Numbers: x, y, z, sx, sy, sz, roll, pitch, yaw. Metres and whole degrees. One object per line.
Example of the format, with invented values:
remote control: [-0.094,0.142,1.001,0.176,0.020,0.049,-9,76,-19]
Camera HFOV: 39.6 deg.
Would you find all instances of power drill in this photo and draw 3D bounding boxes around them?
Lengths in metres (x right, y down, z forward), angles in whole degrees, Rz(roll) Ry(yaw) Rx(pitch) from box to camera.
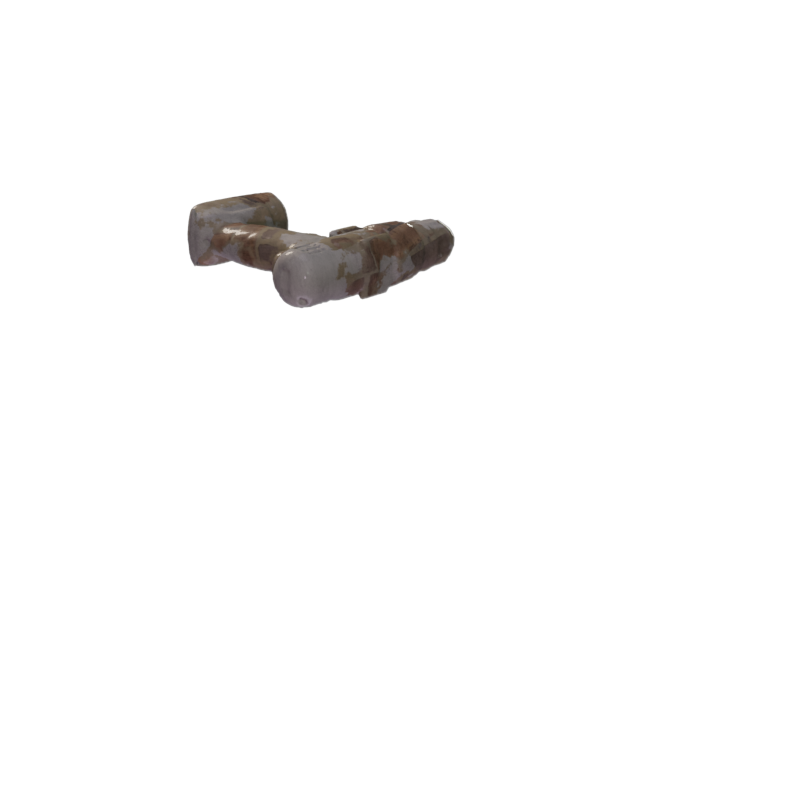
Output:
power drill: [-0.073,-0.133,0.929,0.198,0.055,0.181,18,27,41]
